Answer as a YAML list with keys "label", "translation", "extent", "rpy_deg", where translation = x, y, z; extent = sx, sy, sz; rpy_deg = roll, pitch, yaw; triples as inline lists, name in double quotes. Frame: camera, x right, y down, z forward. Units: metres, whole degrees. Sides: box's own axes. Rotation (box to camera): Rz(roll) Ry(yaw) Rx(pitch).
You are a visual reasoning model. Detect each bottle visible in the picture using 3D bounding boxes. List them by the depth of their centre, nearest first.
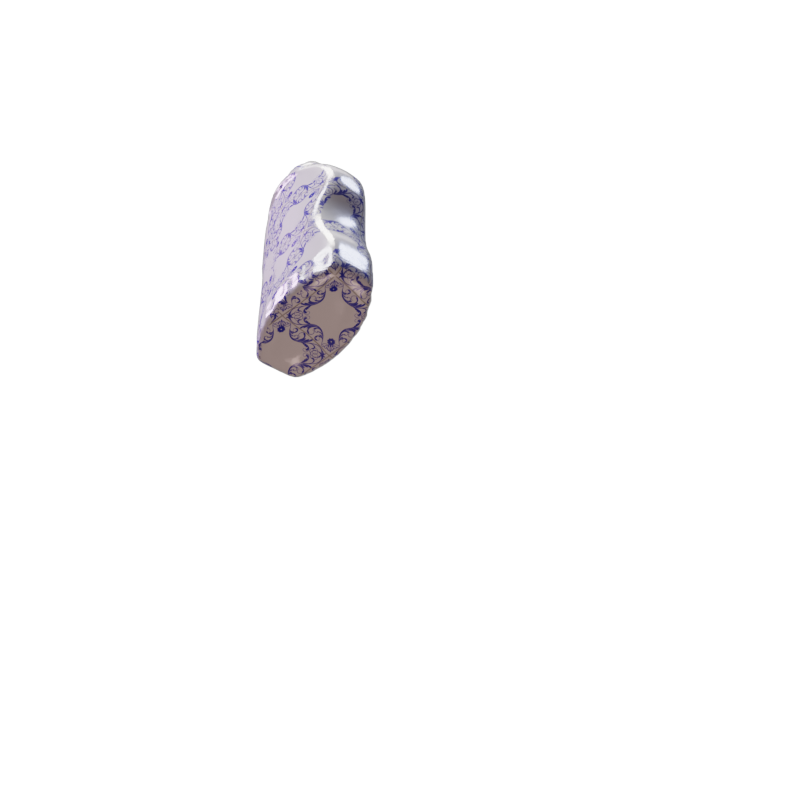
- label: "bottle"
  translation: [-0.061, -0.112, 0.780]
  extent: [0.056, 0.093, 0.205]
  rpy_deg: [25, 34, -23]
